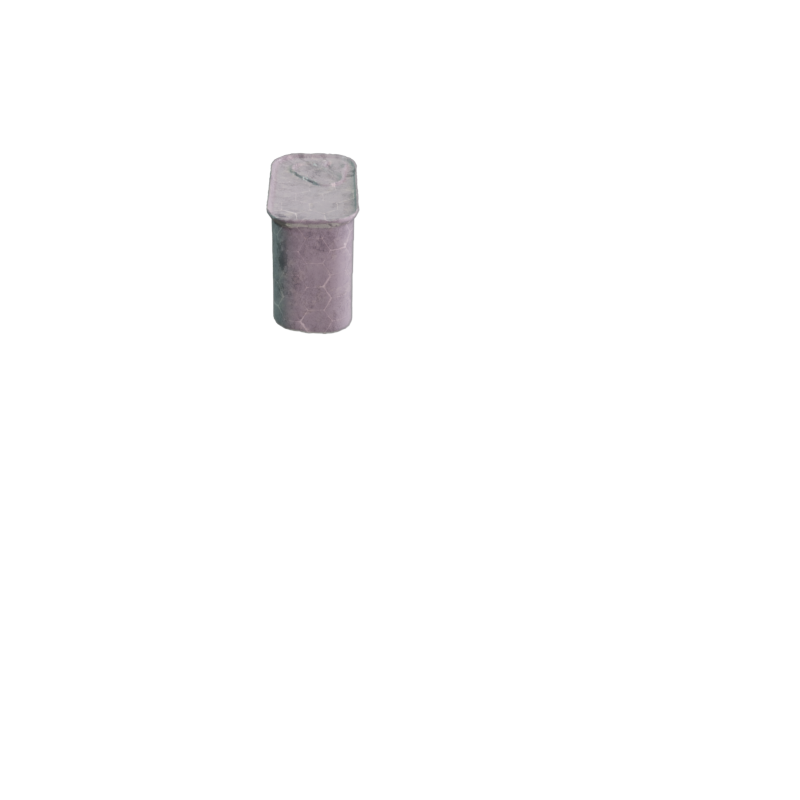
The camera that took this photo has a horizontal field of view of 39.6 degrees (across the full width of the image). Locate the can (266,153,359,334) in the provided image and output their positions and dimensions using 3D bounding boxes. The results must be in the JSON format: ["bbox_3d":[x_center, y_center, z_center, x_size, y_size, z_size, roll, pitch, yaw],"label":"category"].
[{"bbox_3d":[-0.057,-0.104,0.728,0.057,0.079,0.109,0,32,-3],"label":"can"}]
